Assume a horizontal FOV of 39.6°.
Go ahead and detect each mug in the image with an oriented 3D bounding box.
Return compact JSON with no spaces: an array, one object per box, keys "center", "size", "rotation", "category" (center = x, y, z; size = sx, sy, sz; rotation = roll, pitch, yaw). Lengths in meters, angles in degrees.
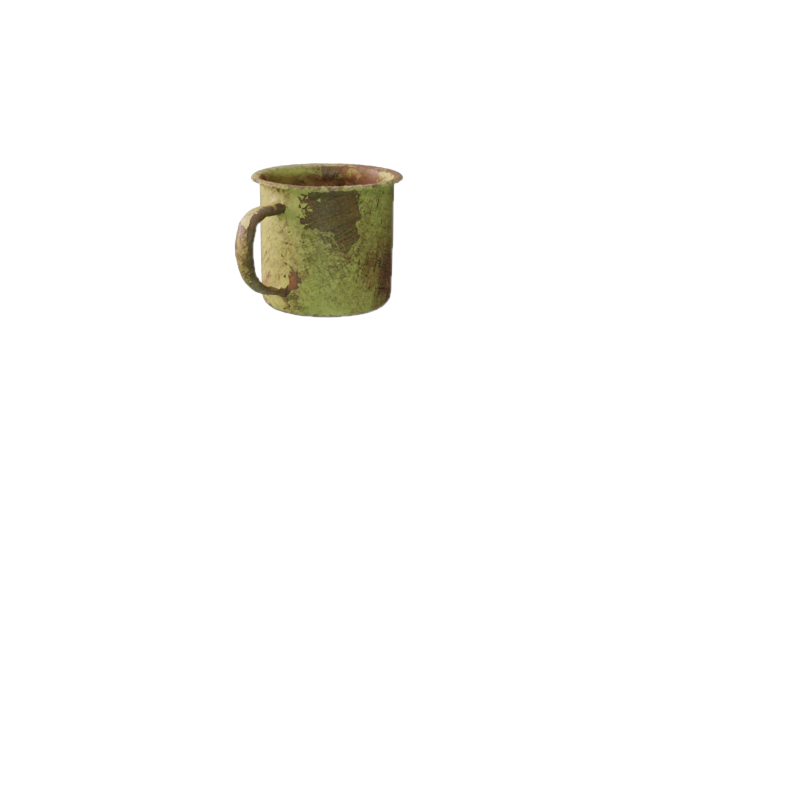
[{"center":[-0.053,-0.097,0.680],"size":[0.098,0.079,0.115],"rotation":[15,23,39],"category":"mug"}]
